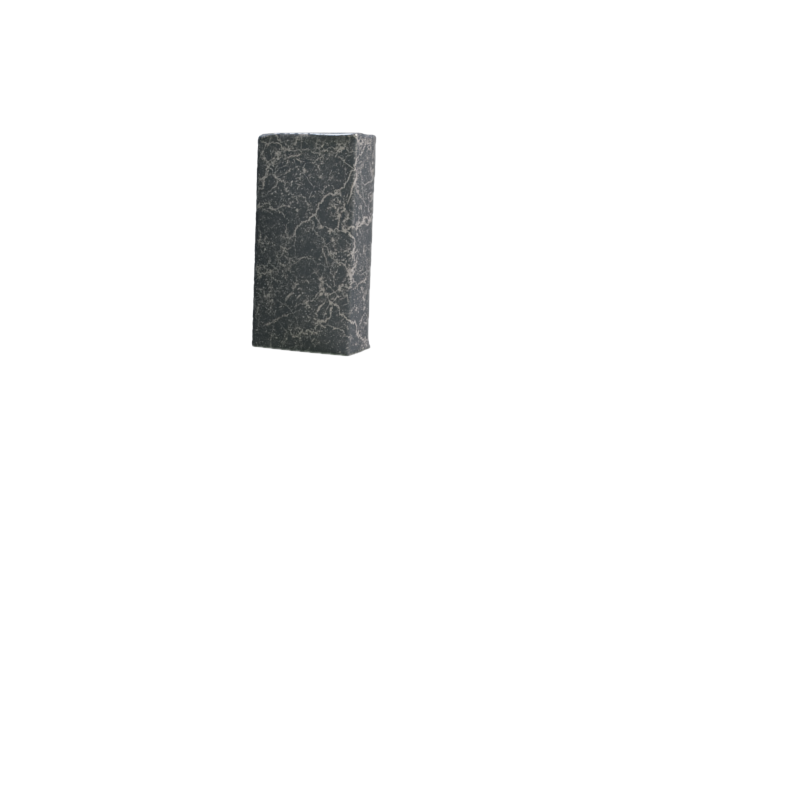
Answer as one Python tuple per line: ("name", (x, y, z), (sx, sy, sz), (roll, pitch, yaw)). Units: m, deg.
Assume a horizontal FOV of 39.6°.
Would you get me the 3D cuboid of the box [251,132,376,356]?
("box", (-0.071, -0.129, 0.900), (0.096, 0.174, 0.047), (3, 5, 26))
